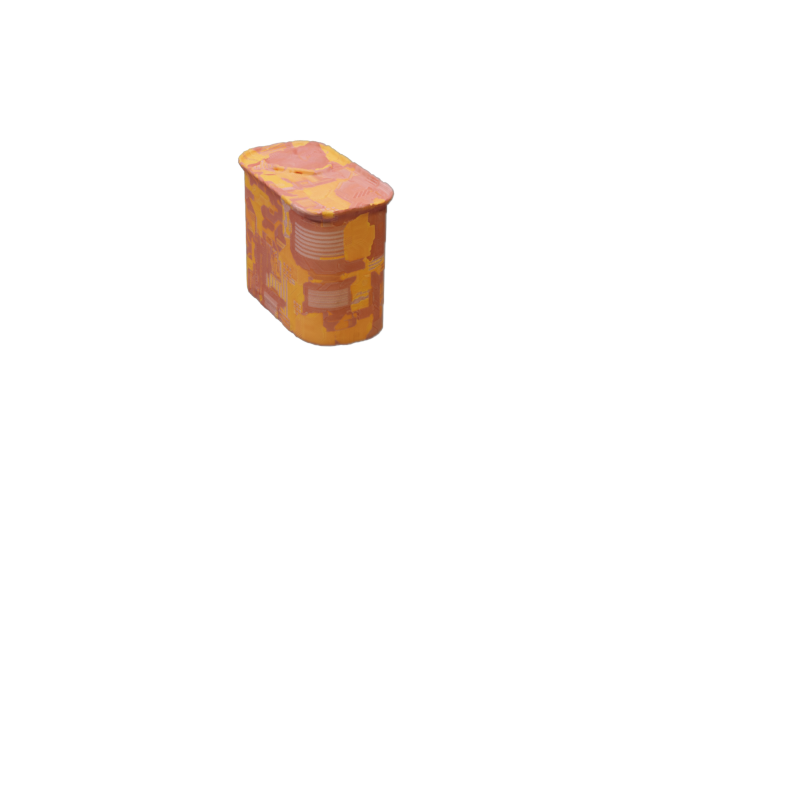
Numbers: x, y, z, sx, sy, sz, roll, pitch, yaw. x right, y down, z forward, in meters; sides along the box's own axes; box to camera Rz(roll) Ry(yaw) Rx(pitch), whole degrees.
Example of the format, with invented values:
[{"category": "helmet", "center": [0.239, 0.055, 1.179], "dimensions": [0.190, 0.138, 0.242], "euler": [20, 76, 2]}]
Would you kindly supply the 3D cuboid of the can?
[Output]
[{"category": "can", "center": [-0.049, -0.089, 0.620], "dimensions": [0.056, 0.079, 0.110], "euler": [-15, 34, -27]}]
